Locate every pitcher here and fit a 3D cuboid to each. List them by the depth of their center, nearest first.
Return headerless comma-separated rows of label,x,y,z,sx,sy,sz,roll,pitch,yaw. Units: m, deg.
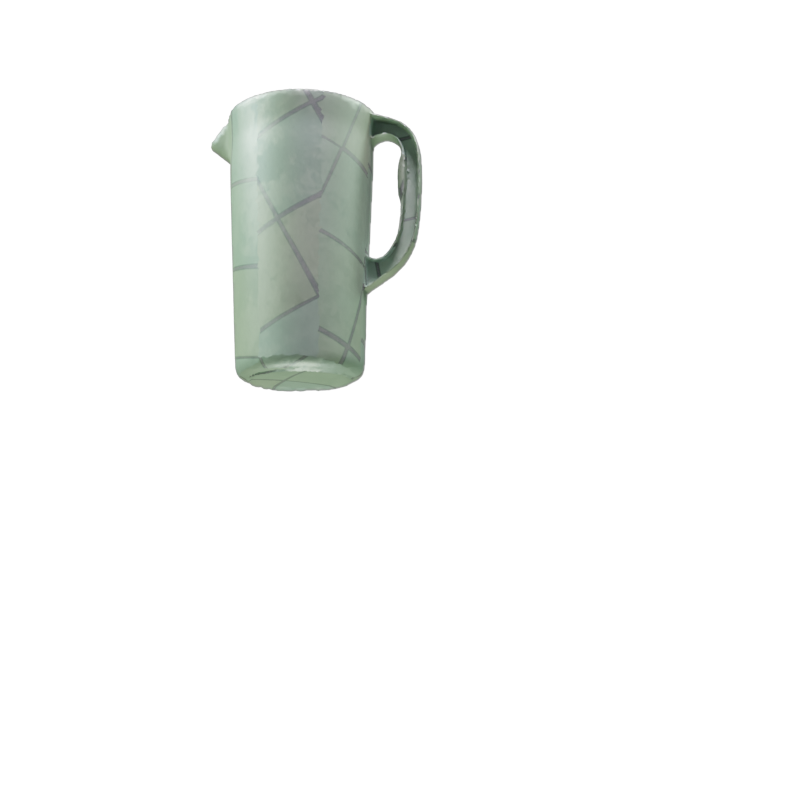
pitcher,-0.075,-0.136,0.953,0.138,0.253,0.150,11,-20,-35
